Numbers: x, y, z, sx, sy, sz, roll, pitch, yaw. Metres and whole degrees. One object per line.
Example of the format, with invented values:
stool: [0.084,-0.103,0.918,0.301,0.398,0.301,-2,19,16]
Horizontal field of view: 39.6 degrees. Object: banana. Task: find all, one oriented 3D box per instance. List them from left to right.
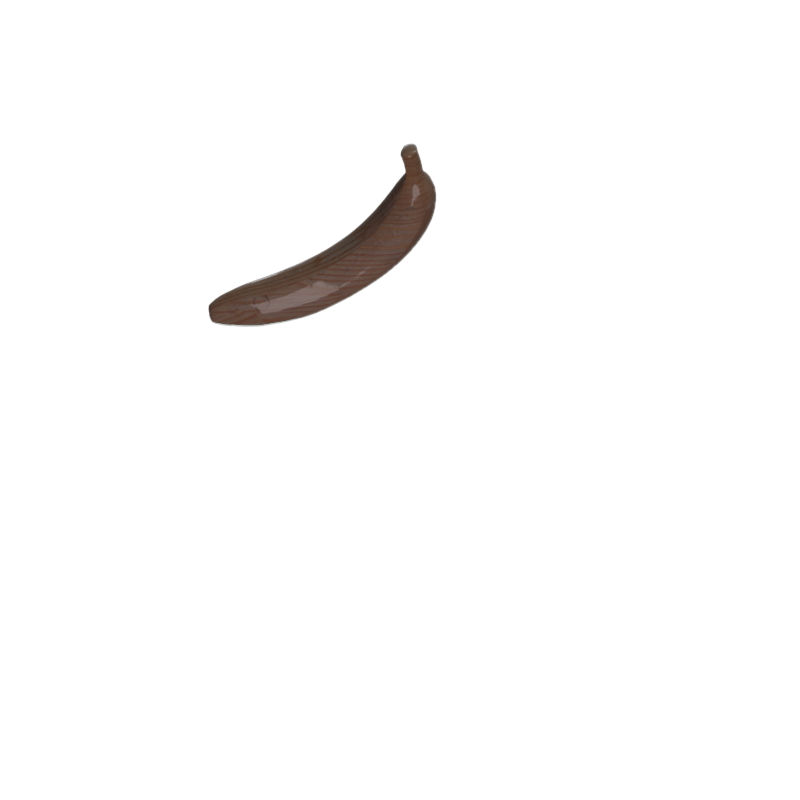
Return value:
banana: [-0.043,-0.099,0.748,0.196,0.039,0.065,-36,-58,26]
